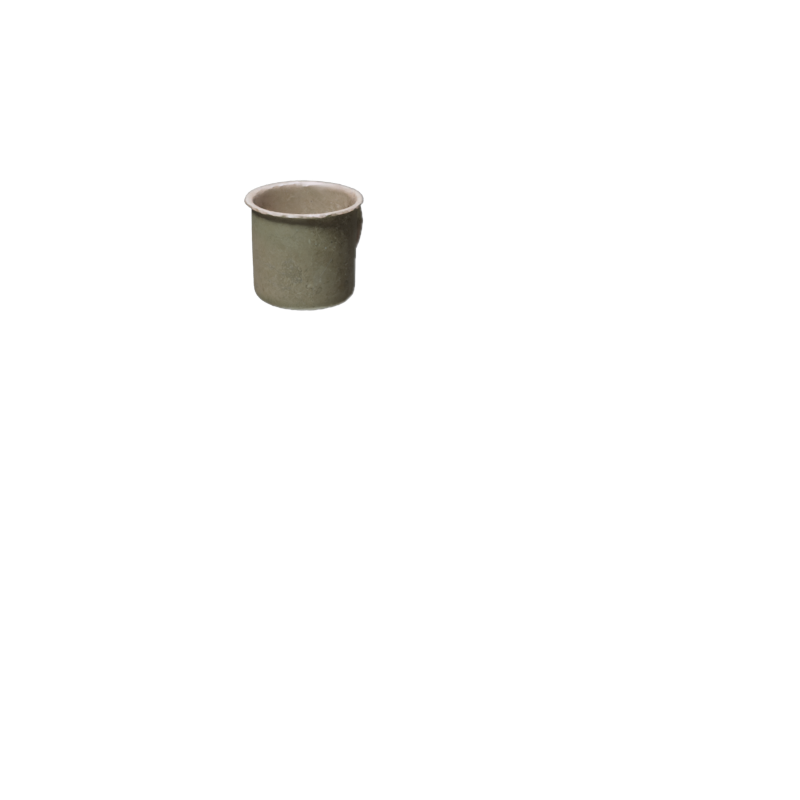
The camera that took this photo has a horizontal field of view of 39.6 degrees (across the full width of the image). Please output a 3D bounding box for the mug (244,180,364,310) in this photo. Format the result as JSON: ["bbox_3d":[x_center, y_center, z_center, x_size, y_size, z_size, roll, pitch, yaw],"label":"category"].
[{"bbox_3d":[-0.069,-0.126,0.885,0.098,0.078,0.117,16,29,30],"label":"mug"}]
